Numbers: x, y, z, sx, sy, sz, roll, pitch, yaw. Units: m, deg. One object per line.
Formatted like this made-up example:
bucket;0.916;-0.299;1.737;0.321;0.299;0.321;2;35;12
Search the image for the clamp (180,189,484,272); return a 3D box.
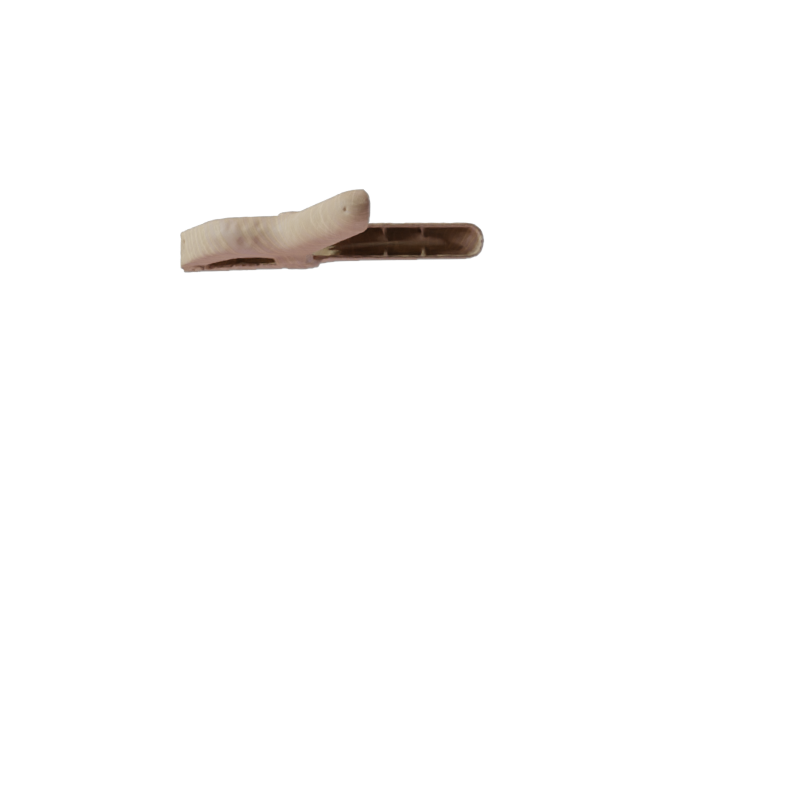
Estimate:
clamp;-0.059;-0.108;0.753;0.217;0.037;0.157;-1;-2;38
